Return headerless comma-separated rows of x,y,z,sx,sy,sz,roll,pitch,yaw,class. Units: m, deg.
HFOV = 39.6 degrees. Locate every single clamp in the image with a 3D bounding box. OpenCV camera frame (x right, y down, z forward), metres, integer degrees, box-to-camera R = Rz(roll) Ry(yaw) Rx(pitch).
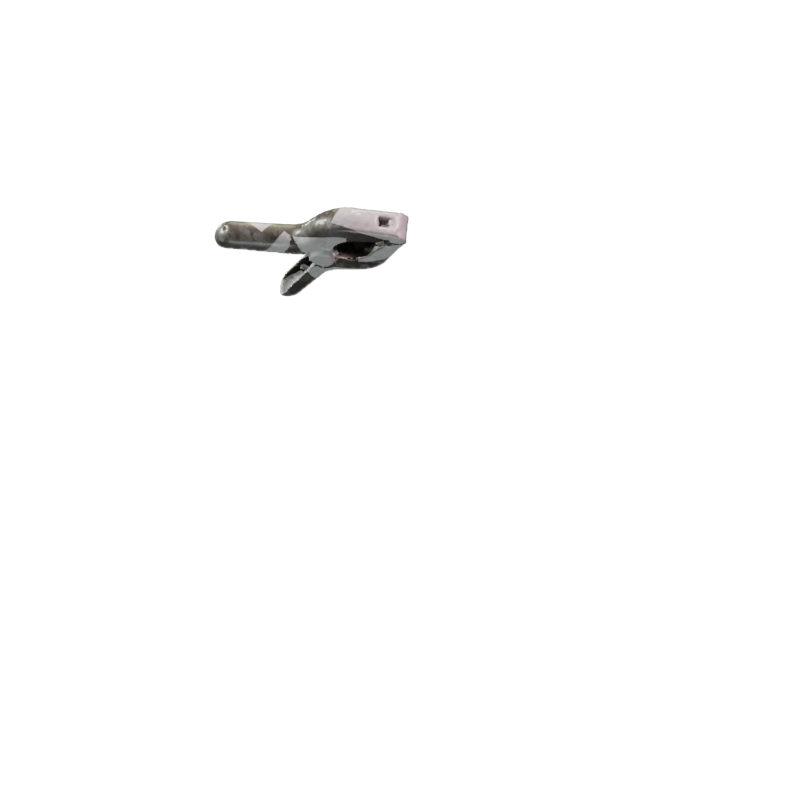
-0.077,-0.141,0.987,0.174,0.041,0.112,-16,-25,36,clamp
